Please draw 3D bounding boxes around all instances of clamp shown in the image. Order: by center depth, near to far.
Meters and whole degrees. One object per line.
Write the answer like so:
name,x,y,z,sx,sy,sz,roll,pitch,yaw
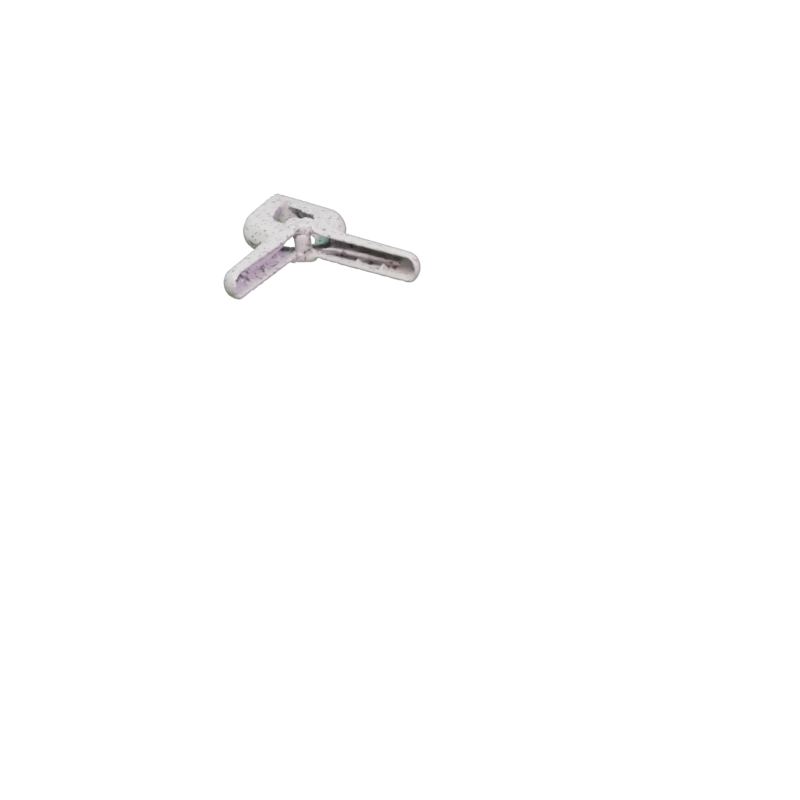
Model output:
clamp,-0.078,-0.142,0.992,0.163,0.035,0.223,-4,26,-7
